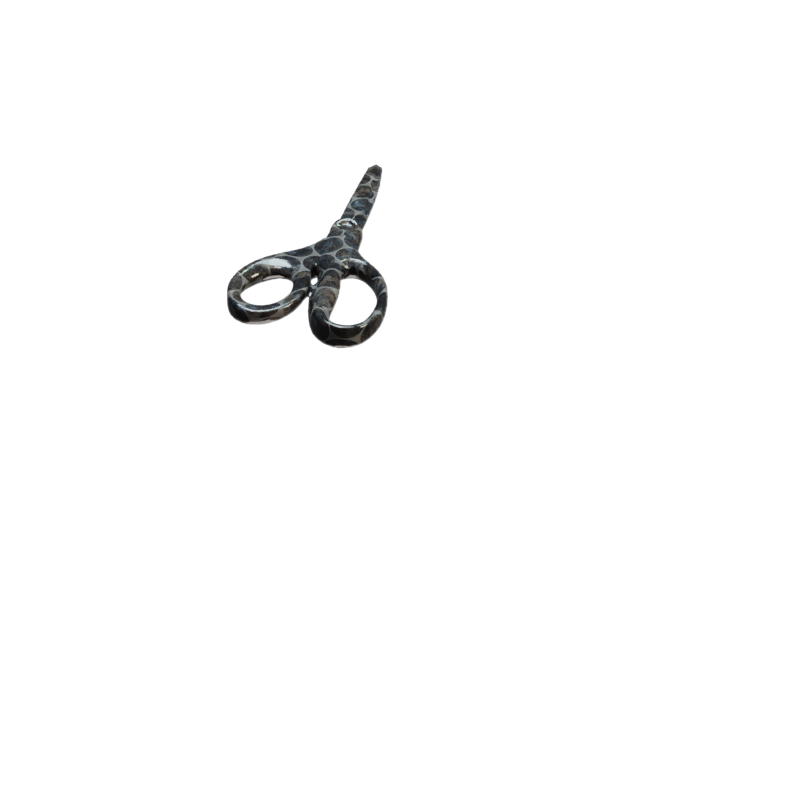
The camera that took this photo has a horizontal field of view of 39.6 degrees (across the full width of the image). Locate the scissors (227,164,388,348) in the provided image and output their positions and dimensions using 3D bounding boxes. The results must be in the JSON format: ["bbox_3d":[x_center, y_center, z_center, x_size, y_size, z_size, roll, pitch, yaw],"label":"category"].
[{"bbox_3d":[-0.051,-0.093,0.653,0.096,0.015,0.216,-2,35,-4],"label":"scissors"}]
